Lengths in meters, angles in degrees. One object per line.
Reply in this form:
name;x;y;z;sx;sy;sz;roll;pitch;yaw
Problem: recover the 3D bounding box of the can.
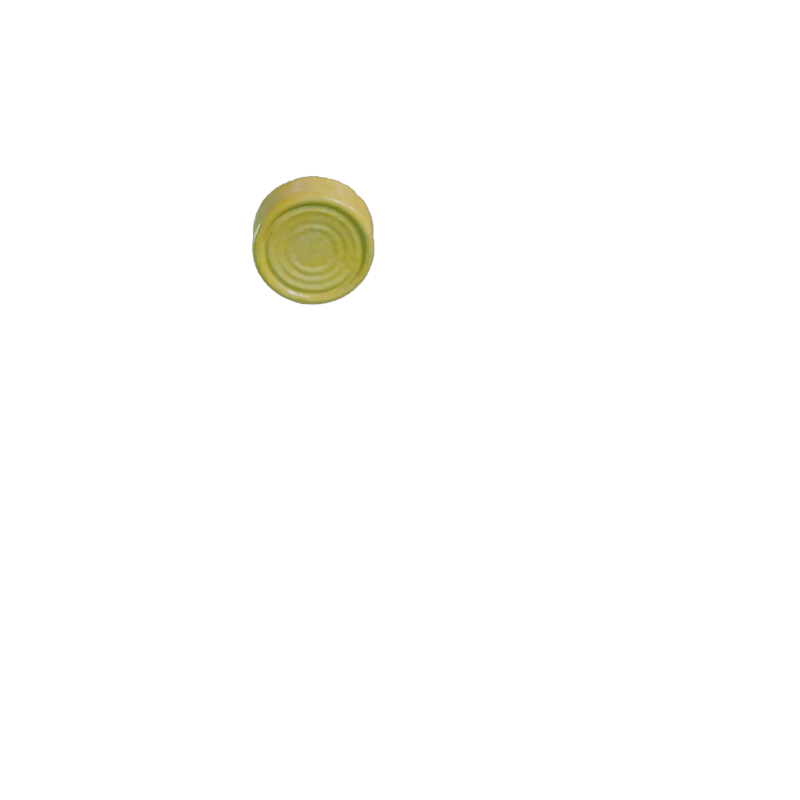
can;-0.060;-0.110;0.772;0.086;0.081;0.036;1;28;-1
